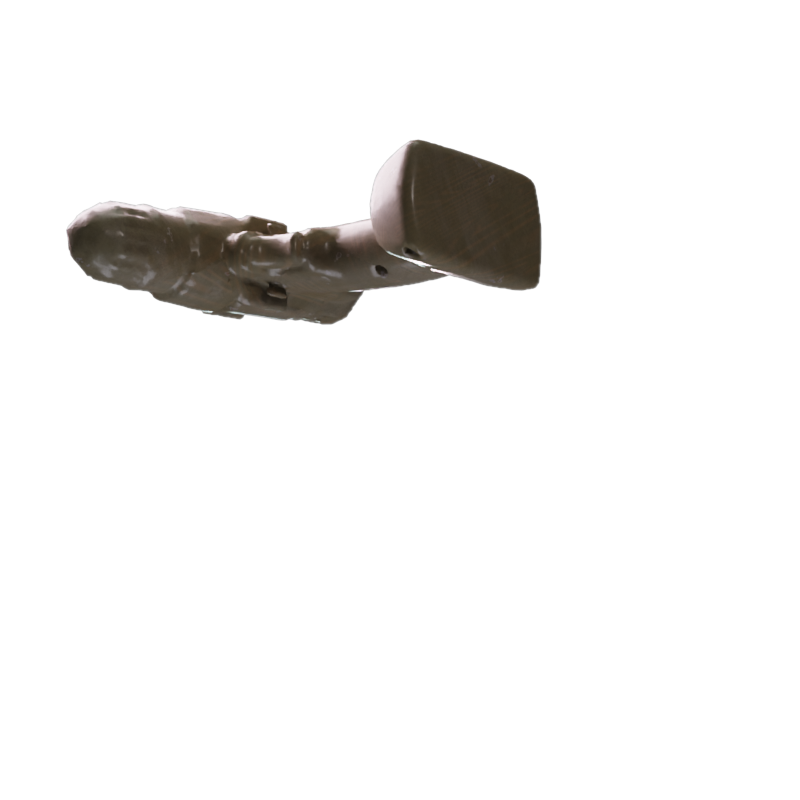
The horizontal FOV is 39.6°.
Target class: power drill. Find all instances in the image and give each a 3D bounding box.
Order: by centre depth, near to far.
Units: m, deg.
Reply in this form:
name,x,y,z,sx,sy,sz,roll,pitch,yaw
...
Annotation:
name,x,y,z,sx,sy,sz,roll,pitch,yaw
power drill,-0.042,-0.077,0.541,0.193,0.058,0.176,-4,-6,43
